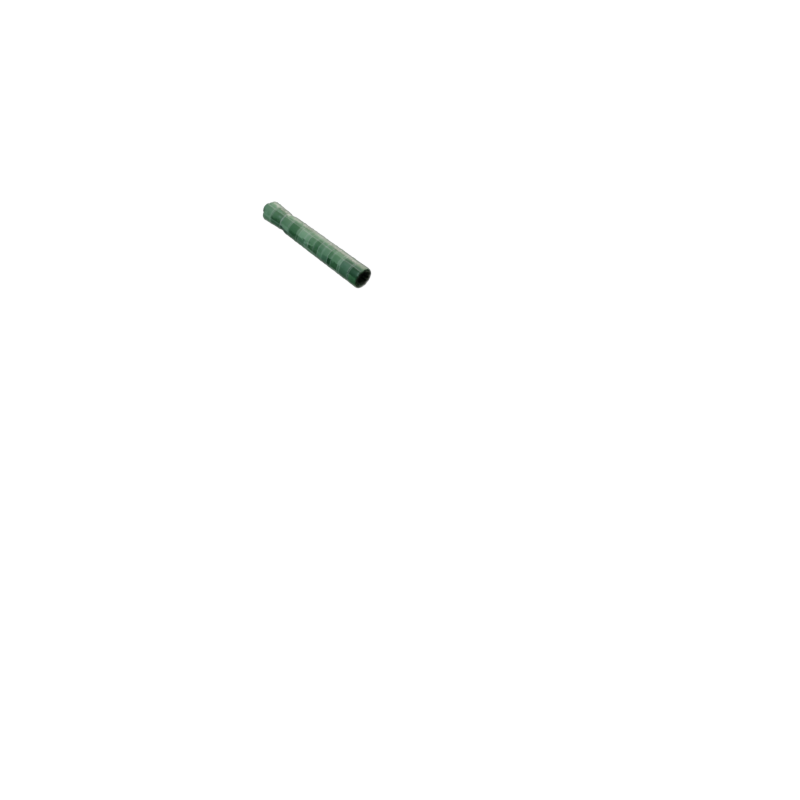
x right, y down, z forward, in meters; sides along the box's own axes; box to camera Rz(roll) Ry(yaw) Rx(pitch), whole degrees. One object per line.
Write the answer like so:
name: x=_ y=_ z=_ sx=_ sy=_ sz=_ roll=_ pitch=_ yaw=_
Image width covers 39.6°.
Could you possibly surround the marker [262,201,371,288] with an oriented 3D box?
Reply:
marker: x=-0.073 y=-0.132 z=0.926 sx=0.129 sy=0.019 sz=0.019 roll=39 pitch=25 yaw=32
